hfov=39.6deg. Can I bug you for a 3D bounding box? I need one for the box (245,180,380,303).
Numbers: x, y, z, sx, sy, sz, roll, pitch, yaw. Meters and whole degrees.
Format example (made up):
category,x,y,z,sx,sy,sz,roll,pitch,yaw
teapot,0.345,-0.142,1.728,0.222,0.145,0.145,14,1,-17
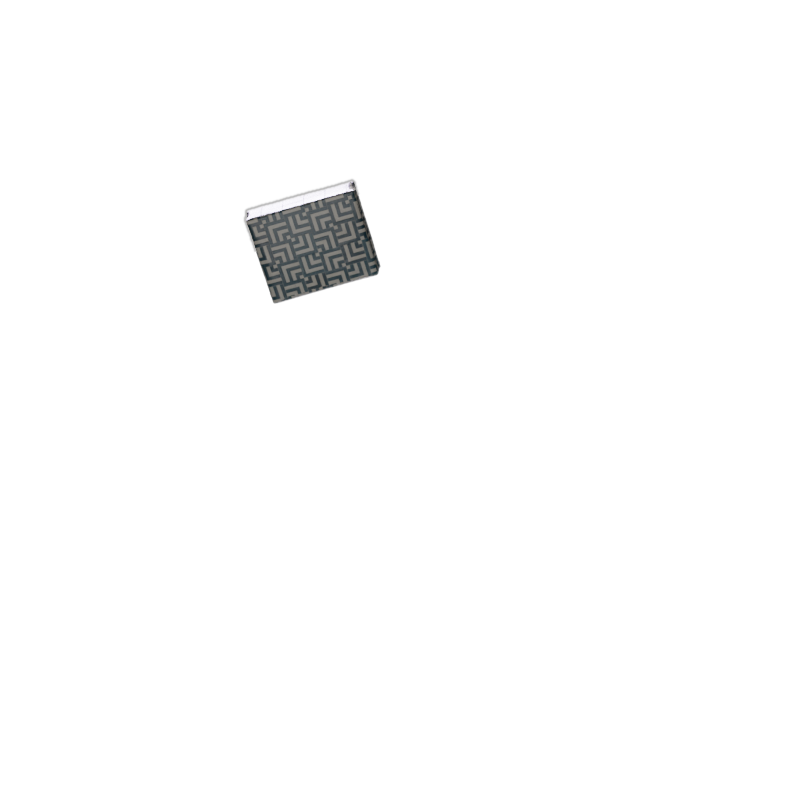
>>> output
category,x,y,z,sx,sy,sz,roll,pitch,yaw
box,-0.067,-0.123,0.863,0.089,0.069,0.032,-15,22,6
